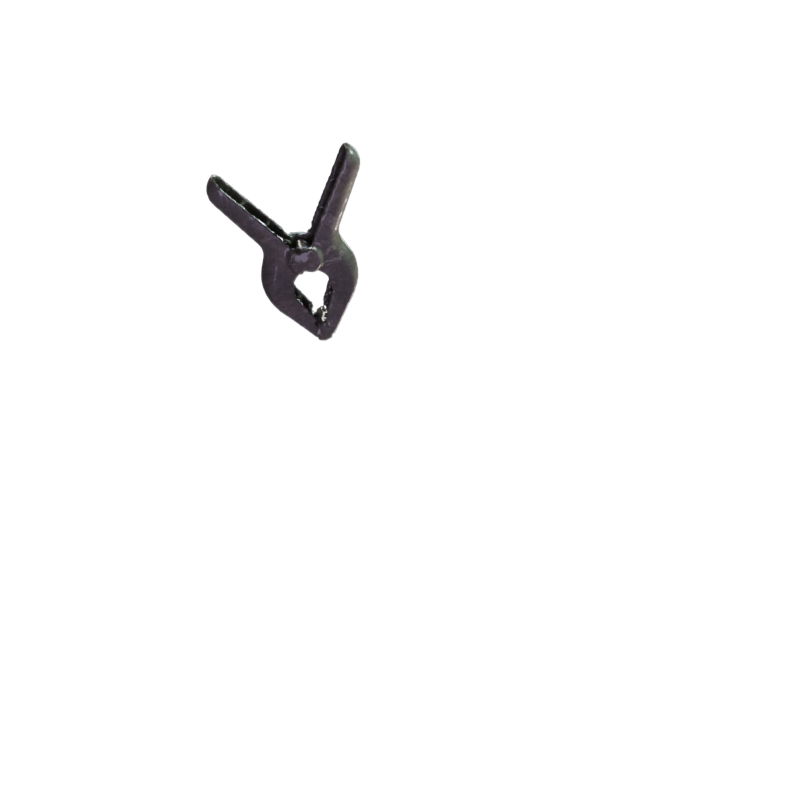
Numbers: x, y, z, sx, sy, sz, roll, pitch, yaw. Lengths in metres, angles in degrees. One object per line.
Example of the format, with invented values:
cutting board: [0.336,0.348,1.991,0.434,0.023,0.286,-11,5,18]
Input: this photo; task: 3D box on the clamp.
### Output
clamp: [-0.070,-0.127,0.890,0.121,0.159,0.042,-17,35,12]
